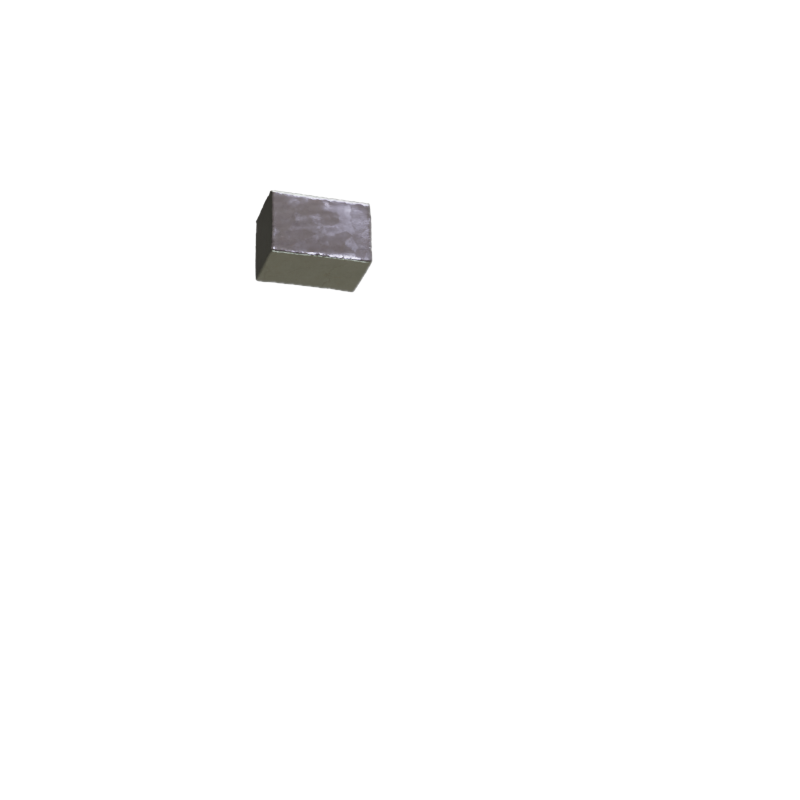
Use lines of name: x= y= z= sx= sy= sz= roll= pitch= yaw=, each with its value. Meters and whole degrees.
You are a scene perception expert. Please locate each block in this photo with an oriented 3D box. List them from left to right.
block: x=-0.064 y=-0.117 z=0.821 sx=0.076 sy=0.054 sz=0.051 roll=6 pitch=-26 yaw=-16
